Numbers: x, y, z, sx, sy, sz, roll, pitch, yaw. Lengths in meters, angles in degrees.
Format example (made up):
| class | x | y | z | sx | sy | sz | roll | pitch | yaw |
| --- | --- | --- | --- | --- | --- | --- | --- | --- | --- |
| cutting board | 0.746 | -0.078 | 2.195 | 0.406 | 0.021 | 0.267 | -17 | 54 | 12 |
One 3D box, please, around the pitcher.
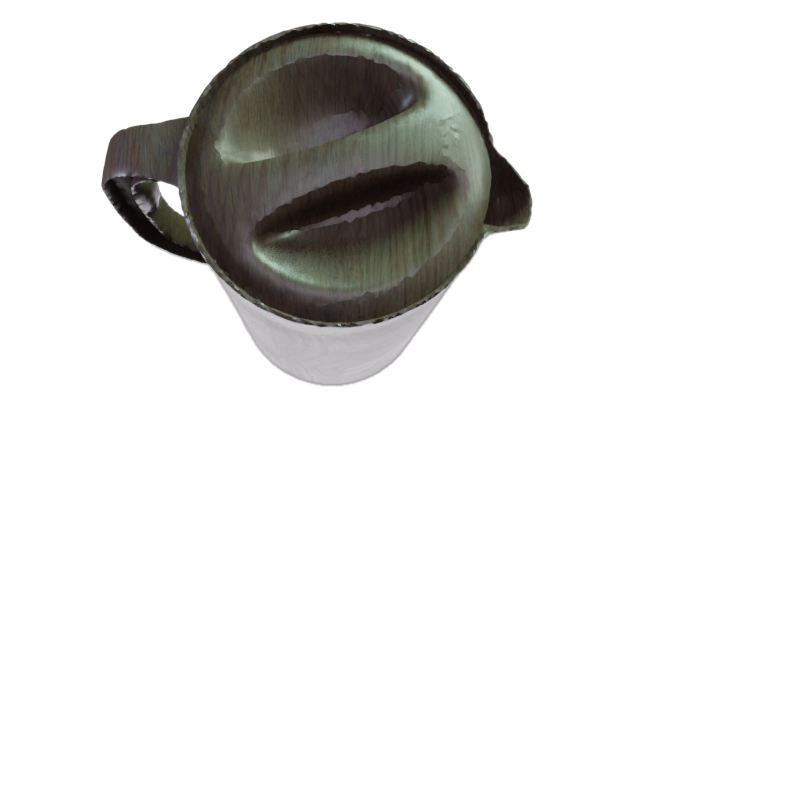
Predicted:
| class | x | y | z | sx | sy | sz | roll | pitch | yaw |
| --- | --- | --- | --- | --- | --- | --- | --- | --- | --- |
| pitcher | -0.044 | -0.081 | 0.565 | 0.145 | 0.153 | 0.236 | -38 | -7 | -9 |
